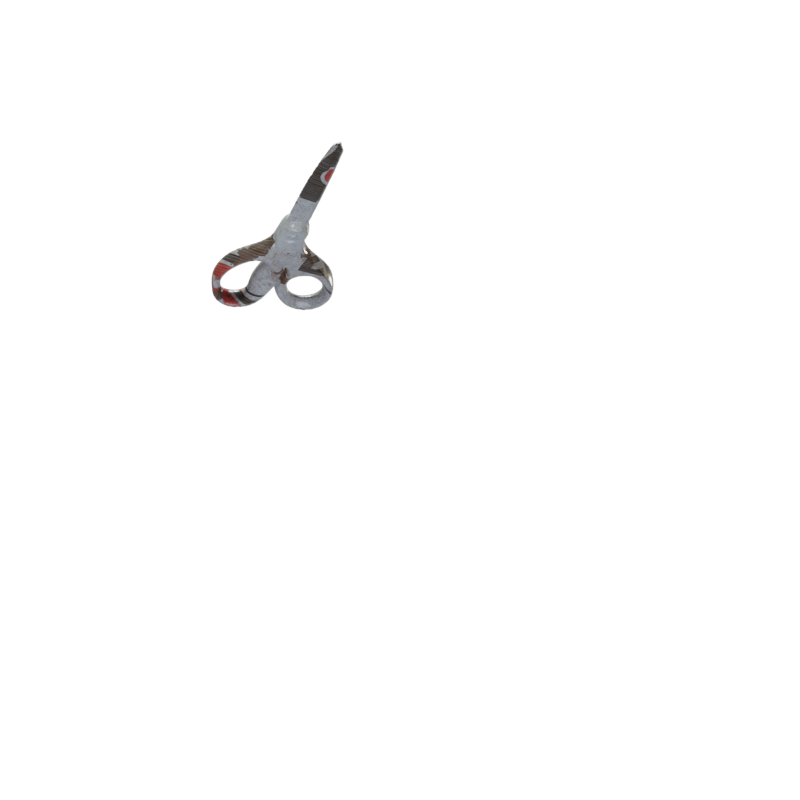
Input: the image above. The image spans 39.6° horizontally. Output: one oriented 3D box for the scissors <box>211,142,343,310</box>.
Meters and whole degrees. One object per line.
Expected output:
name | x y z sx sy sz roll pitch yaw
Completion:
scissors | -0.059 -0.108 0.755 0.091 0.017 0.200 17 -31 -32
